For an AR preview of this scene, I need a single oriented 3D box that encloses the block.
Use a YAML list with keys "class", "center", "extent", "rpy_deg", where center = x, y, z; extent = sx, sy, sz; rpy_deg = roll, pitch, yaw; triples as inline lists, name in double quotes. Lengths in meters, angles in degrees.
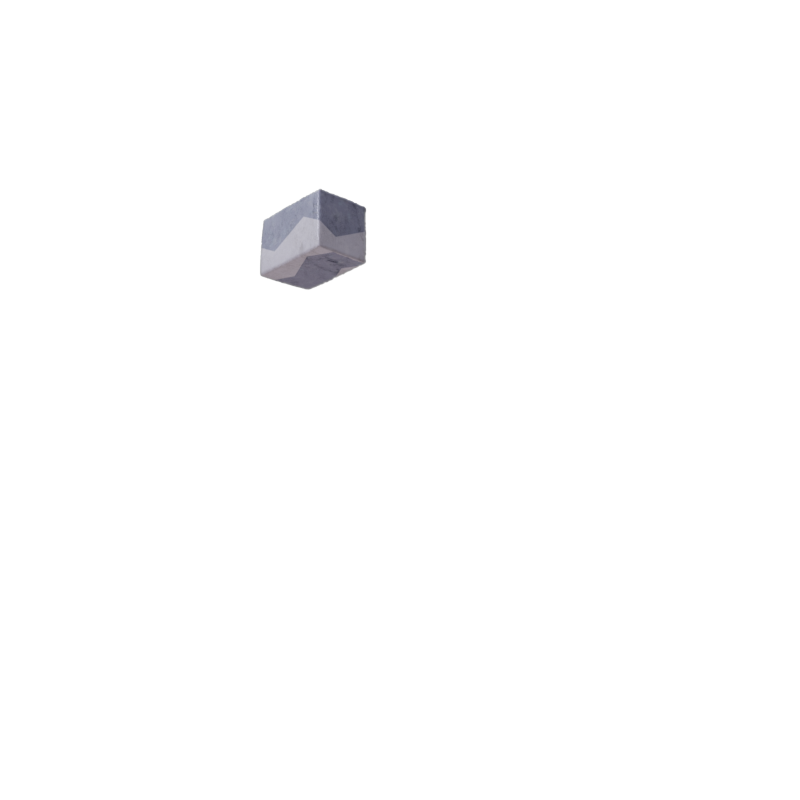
- class: "block"
  center: [-0.072, -0.131, 0.915]
  extent: [0.050, 0.054, 0.078]
  rpy_deg: [18, -27, -40]
